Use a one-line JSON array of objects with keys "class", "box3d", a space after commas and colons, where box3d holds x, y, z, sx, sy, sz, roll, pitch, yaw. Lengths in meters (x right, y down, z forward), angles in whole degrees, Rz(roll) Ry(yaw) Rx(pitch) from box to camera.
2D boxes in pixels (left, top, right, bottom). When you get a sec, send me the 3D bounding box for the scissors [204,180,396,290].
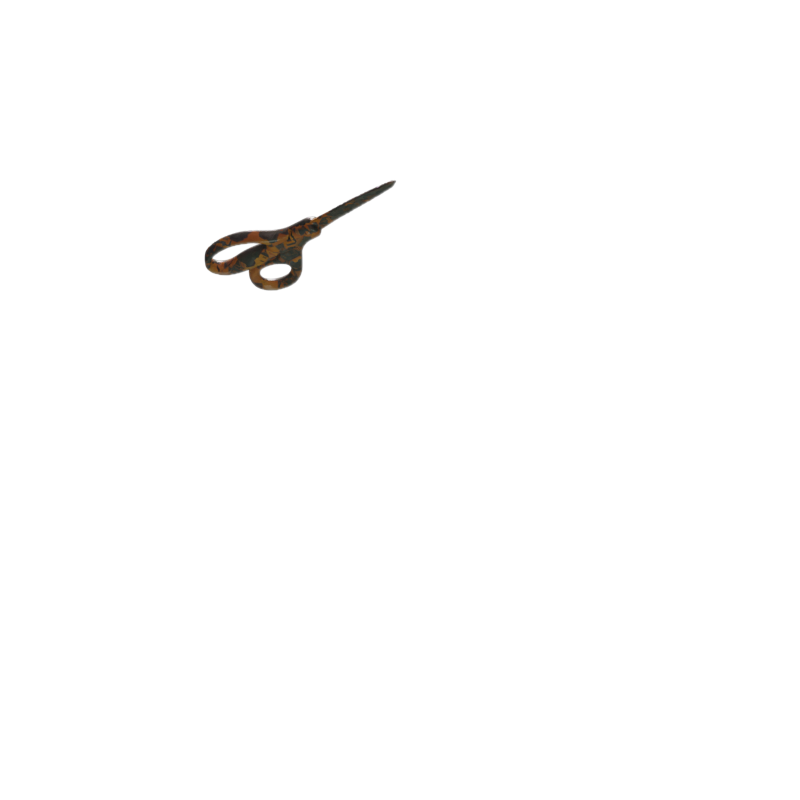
[{"class": "scissors", "box3d": [-0.075, -0.137, 0.962, 0.204, 0.017, 0.089, -13, -29, 24]}]
